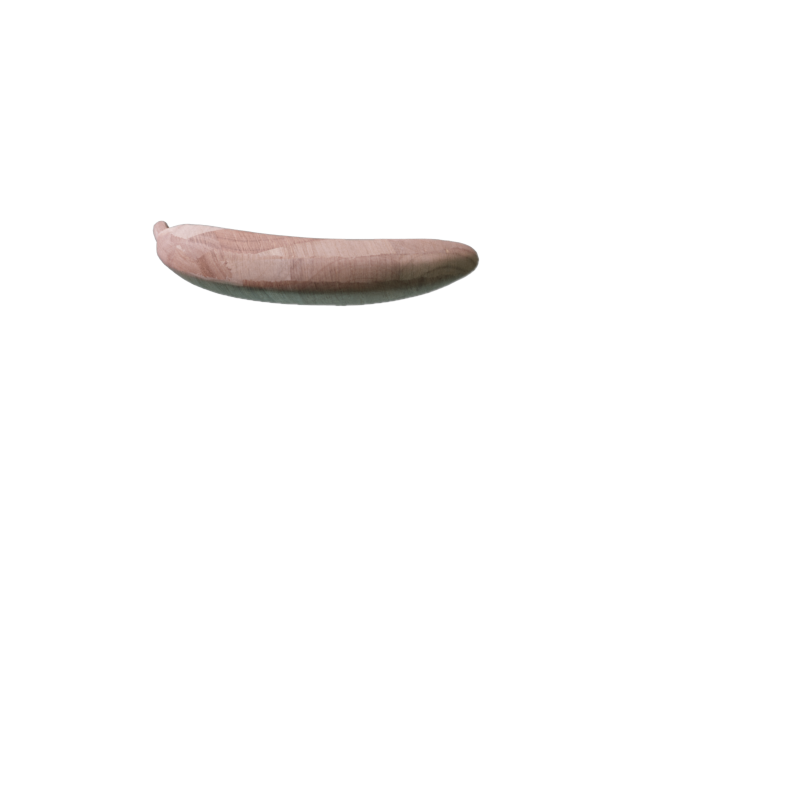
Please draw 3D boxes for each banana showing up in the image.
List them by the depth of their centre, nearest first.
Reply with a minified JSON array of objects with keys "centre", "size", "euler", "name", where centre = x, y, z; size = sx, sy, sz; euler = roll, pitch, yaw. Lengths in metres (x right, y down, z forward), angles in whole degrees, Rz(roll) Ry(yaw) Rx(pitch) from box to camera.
[{"centre":[-0.057,-0.081,0.627],"size":[0.201,0.034,0.073],"euler":[8,37,10],"name":"banana"}]
